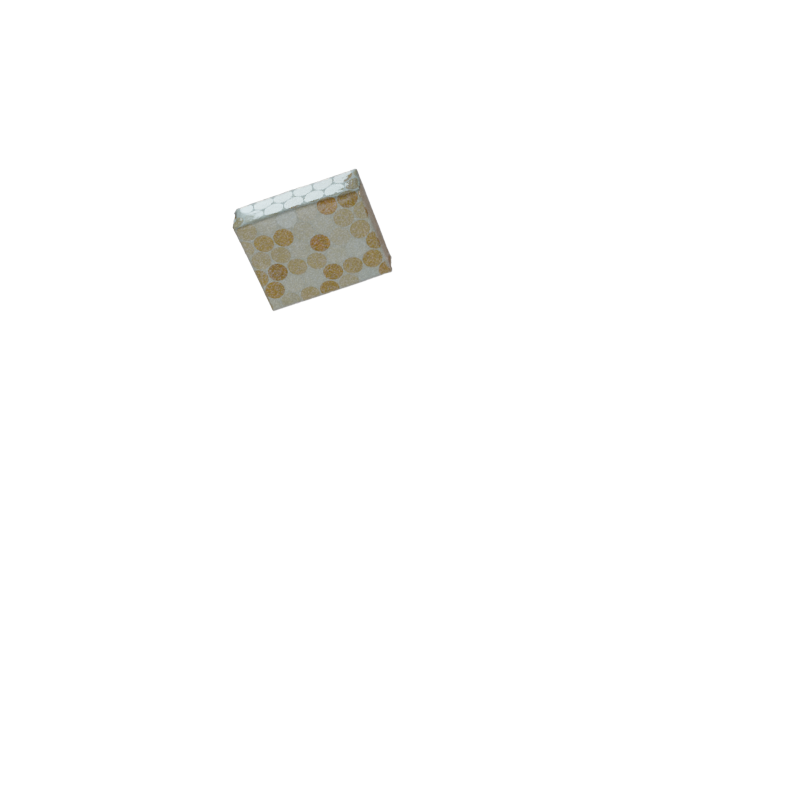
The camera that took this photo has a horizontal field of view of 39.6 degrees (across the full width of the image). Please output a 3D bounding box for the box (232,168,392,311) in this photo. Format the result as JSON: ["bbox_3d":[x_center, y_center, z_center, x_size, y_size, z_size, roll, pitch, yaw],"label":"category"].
[{"bbox_3d":[-0.074,-0.134,0.939,0.114,0.084,0.041,-16,34,10],"label":"box"}]
